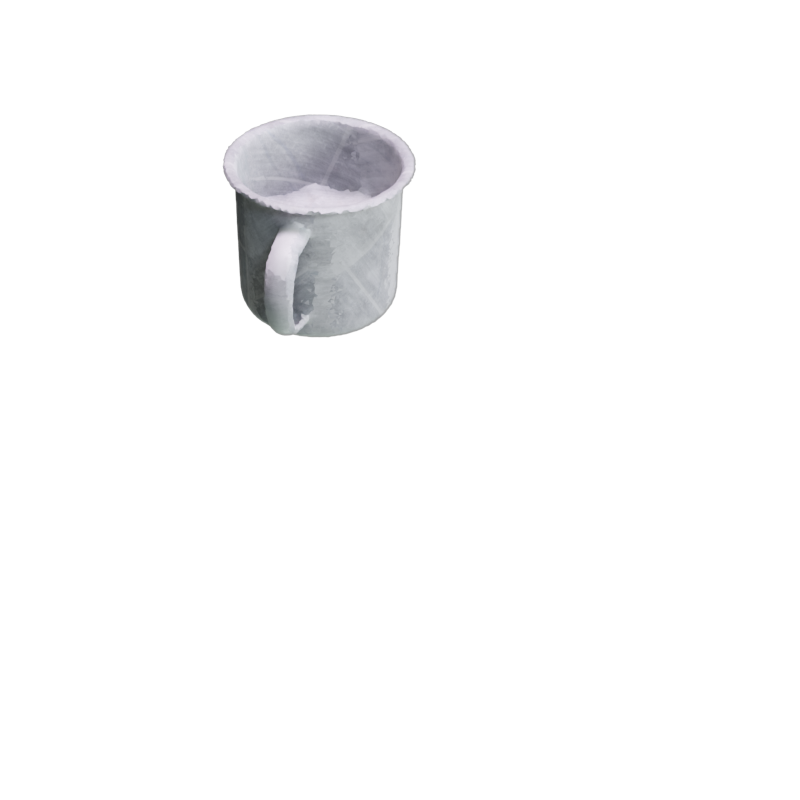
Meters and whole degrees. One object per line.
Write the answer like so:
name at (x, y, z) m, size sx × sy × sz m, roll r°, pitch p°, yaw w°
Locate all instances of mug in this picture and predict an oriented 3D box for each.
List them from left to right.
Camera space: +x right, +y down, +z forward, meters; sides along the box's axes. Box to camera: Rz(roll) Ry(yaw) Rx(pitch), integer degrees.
mug at (-0.043, -0.078, 0.547) m, size 0.095 × 0.076 × 0.123 m, roll 8°, pitch 39°, yaw 8°
